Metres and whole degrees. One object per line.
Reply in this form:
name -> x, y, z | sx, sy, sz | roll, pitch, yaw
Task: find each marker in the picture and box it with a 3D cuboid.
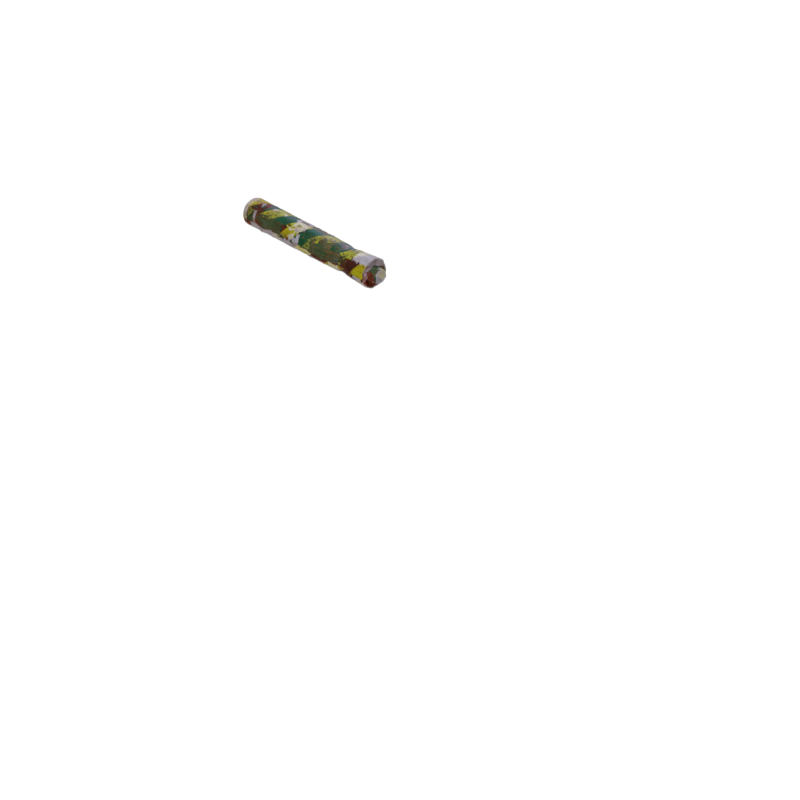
marker -> -0.053, -0.096, 0.671 | 0.019, 0.019, 0.129 | -3, 26, -43
